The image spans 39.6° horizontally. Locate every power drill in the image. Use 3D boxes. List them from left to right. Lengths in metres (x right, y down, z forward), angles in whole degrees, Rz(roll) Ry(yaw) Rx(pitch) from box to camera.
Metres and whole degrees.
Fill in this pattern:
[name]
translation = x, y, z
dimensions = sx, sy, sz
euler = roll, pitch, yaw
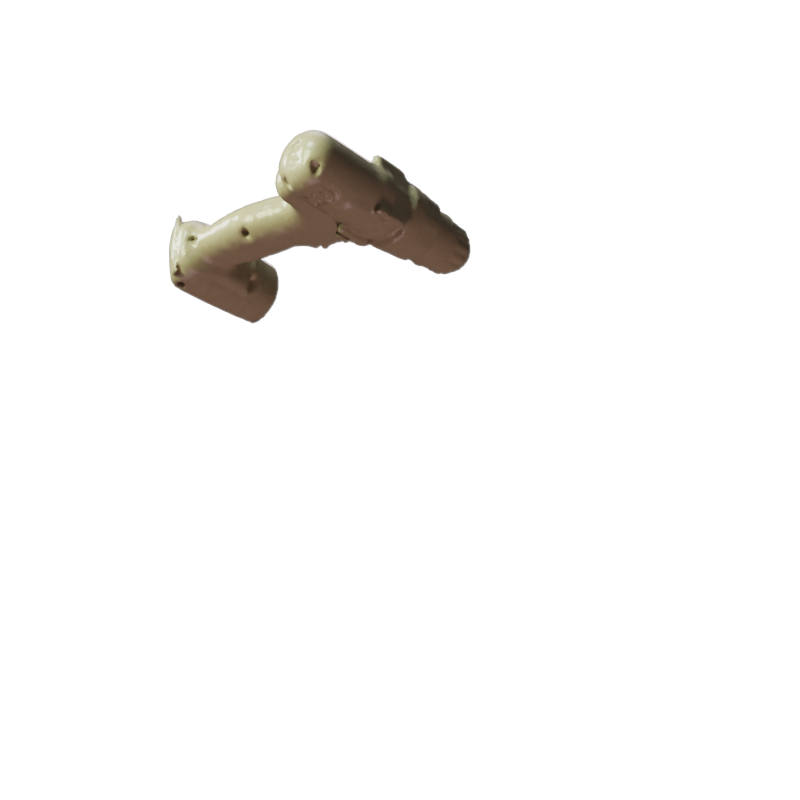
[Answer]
[power drill]
translation = -0.065, -0.118, 0.826
dimensions = 0.189, 0.061, 0.172
euler = -22, -35, 35
